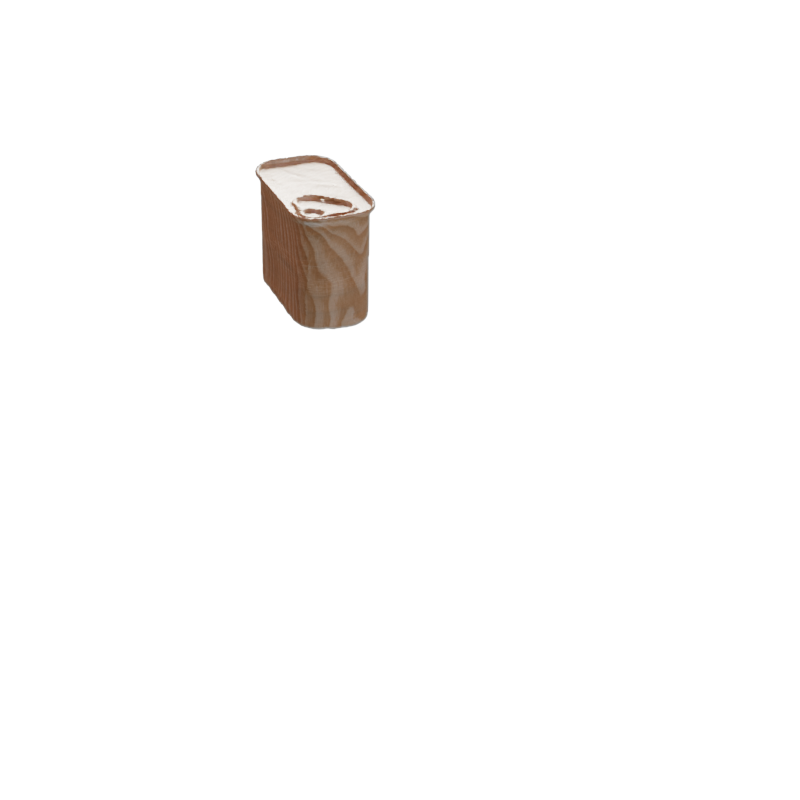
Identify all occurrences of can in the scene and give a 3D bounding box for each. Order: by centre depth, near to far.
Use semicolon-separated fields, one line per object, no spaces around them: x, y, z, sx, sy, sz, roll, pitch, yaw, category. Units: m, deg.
-0.058;-0.106;0.742;0.056;0.079;0.110;-11;33;-20;can
